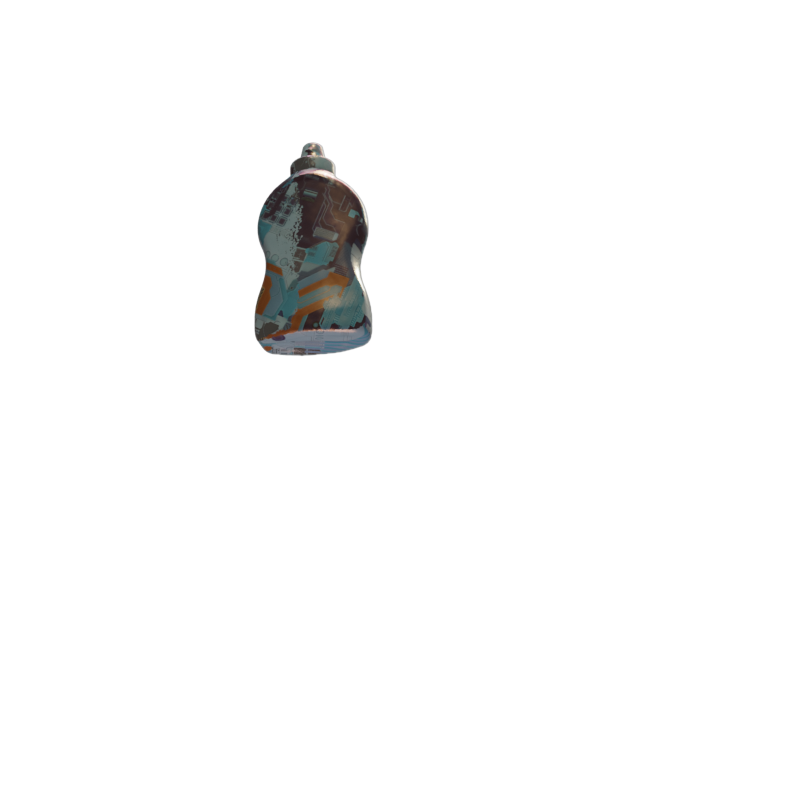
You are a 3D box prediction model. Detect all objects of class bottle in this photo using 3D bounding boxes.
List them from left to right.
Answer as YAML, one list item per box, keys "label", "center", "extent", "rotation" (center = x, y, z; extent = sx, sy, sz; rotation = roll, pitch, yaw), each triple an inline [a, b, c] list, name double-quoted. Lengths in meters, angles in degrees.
- label: "bottle"
  center: [-0.075, -0.137, 0.958]
  extent: [0.097, 0.203, 0.054]
  rotation: [-7, -26, 12]
